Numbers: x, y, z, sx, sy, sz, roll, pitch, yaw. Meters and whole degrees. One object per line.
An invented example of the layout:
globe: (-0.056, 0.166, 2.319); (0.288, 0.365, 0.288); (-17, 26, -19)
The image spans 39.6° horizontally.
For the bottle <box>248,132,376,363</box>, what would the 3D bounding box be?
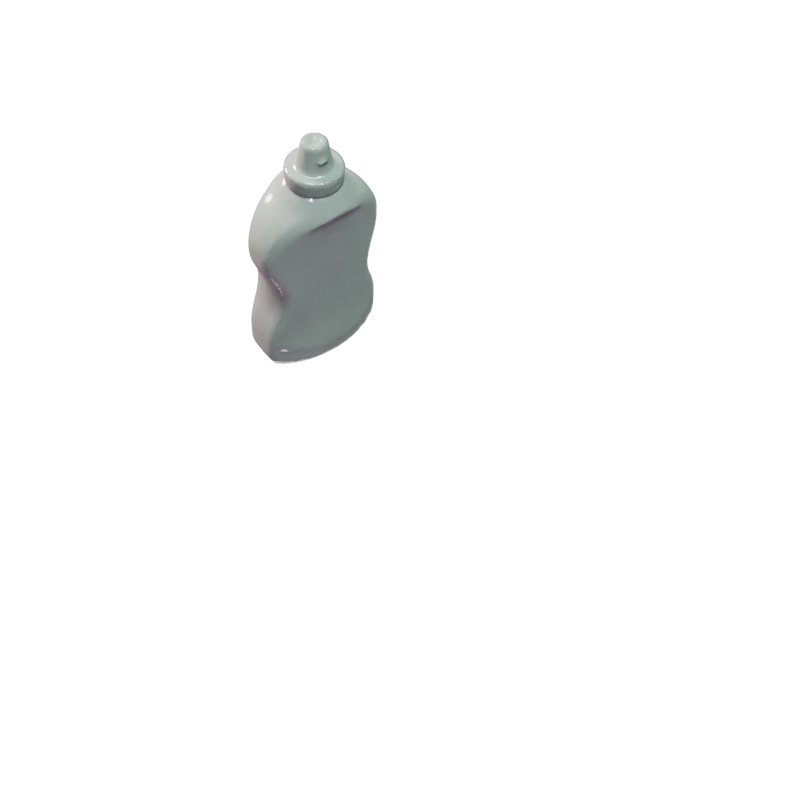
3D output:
bottle: (-0.061, -0.112, 0.783); (0.096, 0.063, 0.179); (-28, -32, -23)
